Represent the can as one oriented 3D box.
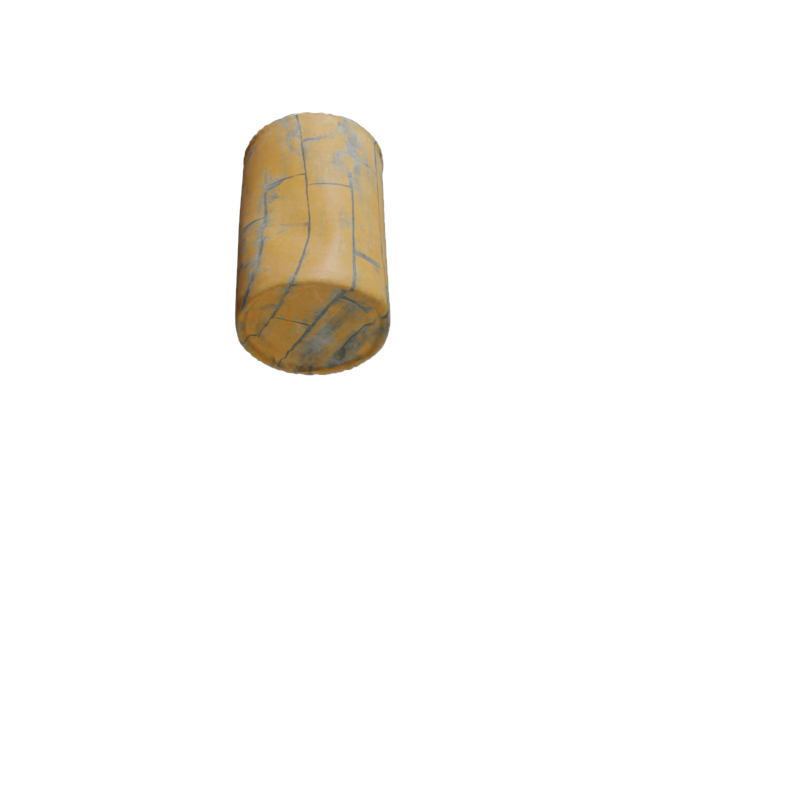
[{"bbox_3d":[-0.039,-0.071,0.501,0.068,0.110,0.064,-1,-39,-3],"label":"can"}]
